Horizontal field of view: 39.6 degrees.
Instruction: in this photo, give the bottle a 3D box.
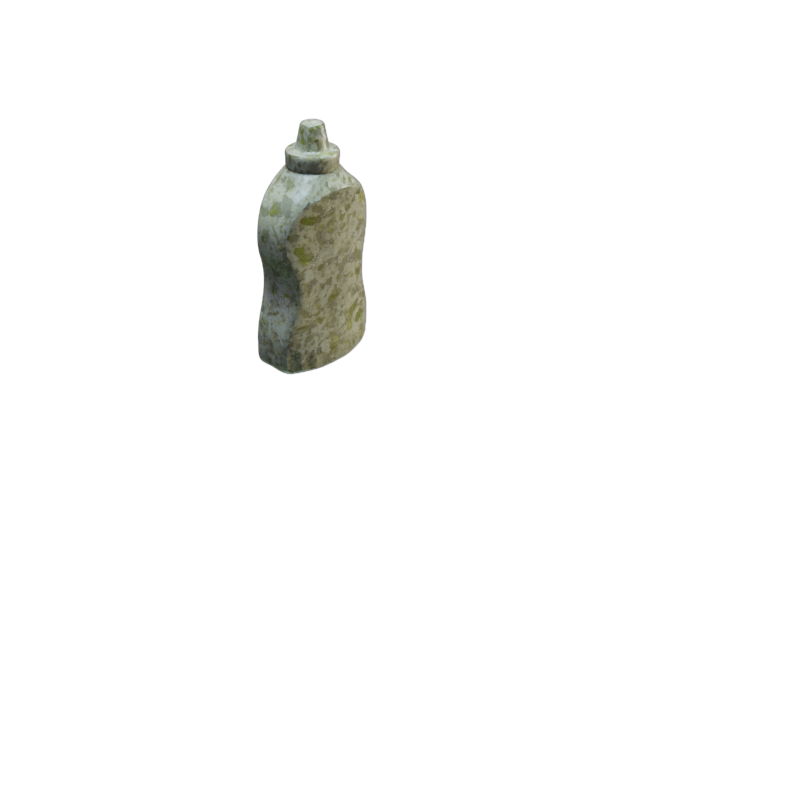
[{"bbox_3d":[-0.067,-0.121,0.847,0.062,0.181,0.095,25,36,38],"label":"bottle"}]
